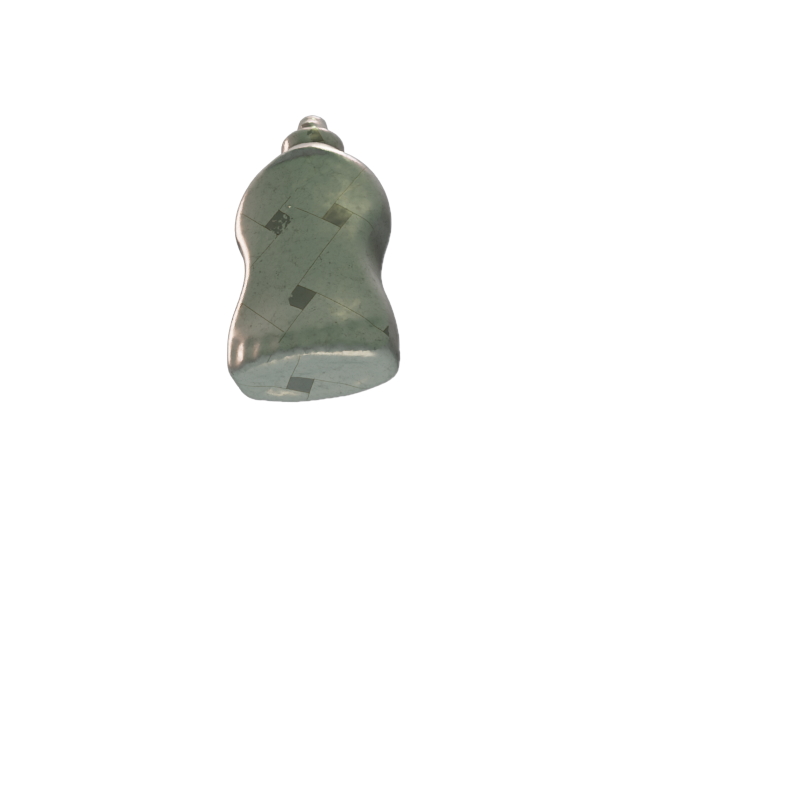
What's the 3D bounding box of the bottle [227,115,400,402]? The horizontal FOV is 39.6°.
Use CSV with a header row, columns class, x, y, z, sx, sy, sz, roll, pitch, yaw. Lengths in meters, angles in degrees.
class,x,y,z,sx,sy,sz,roll,pitch,yaw
bottle,-0.053,-0.097,0.675,0.097,0.205,0.054,-11,-34,12
